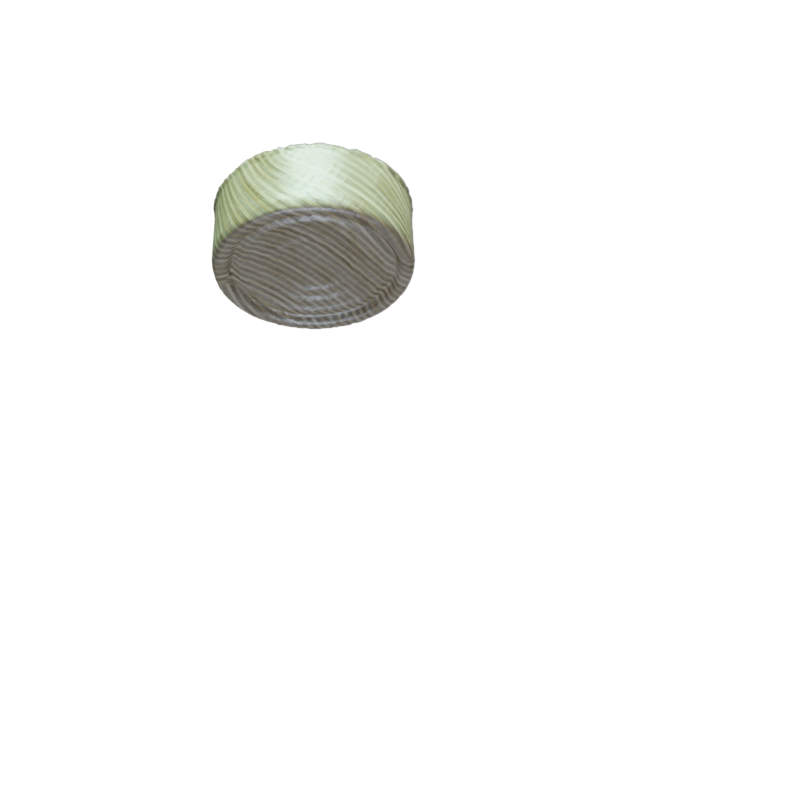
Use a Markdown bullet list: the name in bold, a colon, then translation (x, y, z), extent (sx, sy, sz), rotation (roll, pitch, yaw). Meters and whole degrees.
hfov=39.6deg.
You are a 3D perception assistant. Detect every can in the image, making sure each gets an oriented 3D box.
- **can**: translation (-0.037, -0.067, 0.468), extent (0.086, 0.036, 0.080), rotation (1, -35, -2)
